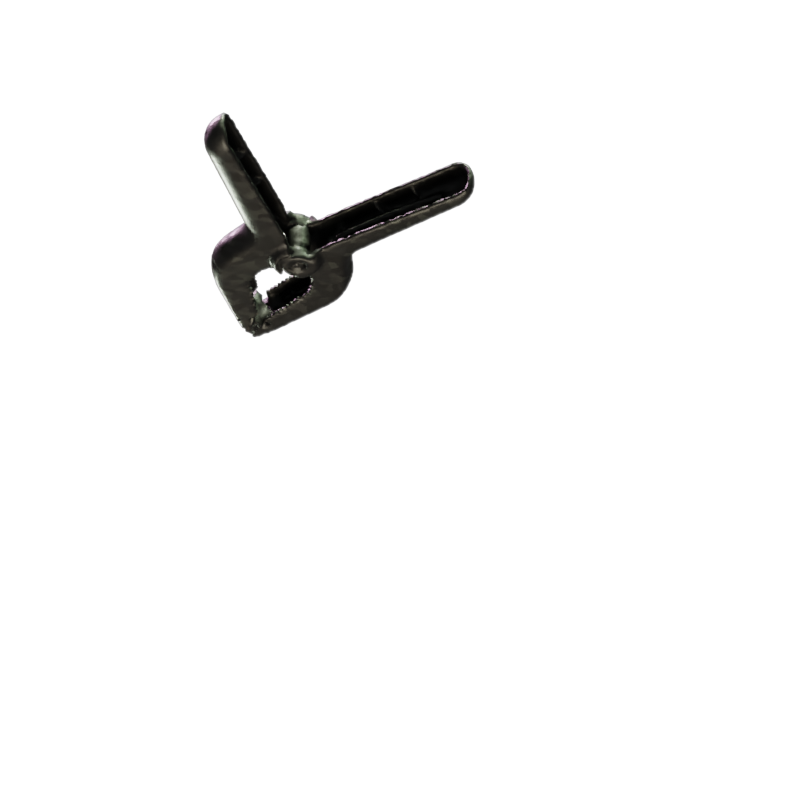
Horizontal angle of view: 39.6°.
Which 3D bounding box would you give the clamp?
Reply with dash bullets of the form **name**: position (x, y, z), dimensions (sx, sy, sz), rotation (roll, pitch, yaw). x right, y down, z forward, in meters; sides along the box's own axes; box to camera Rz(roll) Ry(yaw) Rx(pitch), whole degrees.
- **clamp**: position (-0.056, -0.102, 0.713), dimensions (0.161, 0.039, 0.201), rotation (7, -30, -13)
